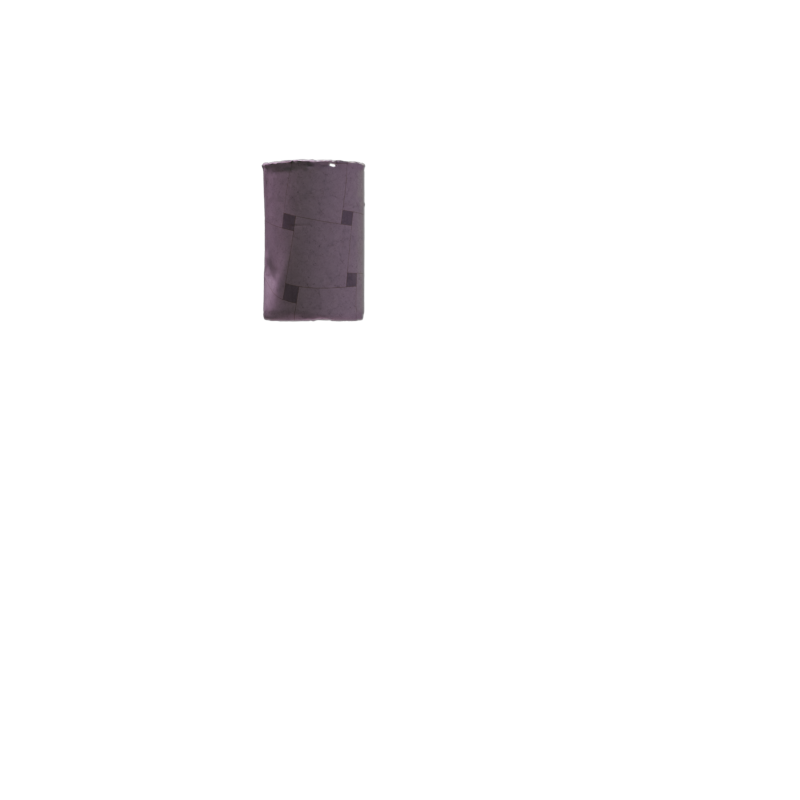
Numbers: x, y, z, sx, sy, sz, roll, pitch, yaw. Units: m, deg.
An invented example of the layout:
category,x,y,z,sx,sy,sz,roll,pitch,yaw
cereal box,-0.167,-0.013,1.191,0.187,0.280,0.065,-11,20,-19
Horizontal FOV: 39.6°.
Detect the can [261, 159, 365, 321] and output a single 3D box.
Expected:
category,x,y,z,sx,sy,sz,roll,pitch,yaw
can,-0.057,-0.103,0.723,0.068,0.102,0.069,0,1,-2
